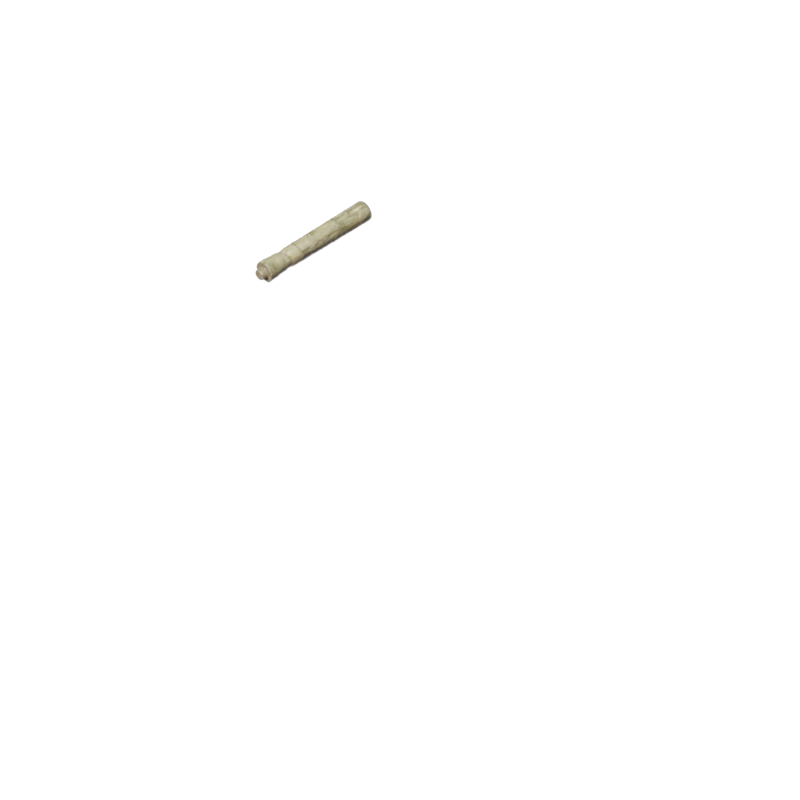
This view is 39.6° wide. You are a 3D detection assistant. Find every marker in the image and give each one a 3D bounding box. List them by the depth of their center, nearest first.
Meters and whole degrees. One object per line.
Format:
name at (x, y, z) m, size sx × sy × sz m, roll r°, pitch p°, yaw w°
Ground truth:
marker at (-0.073, -0.133, 0.933) m, size 0.122 × 0.019 × 0.021 m, roll -37°, pitch 24°, yaw -30°
